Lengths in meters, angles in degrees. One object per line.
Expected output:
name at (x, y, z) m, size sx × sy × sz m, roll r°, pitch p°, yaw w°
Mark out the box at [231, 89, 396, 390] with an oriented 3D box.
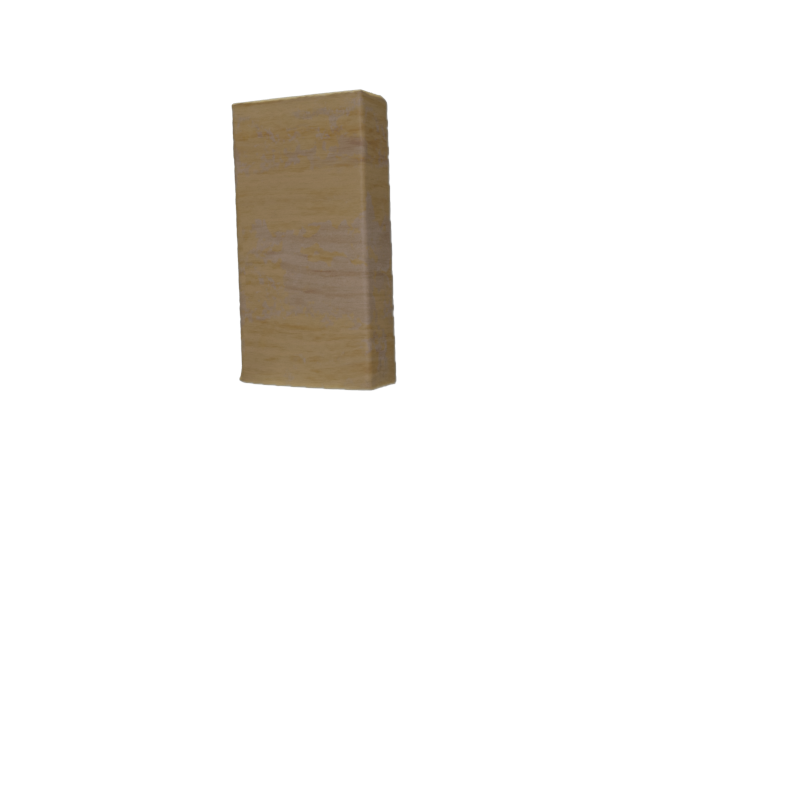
box at (-0.053, -0.097, 0.679) m, size 0.096 × 0.177 × 0.046 m, roll 0°, pitch -2°, yaw 28°
